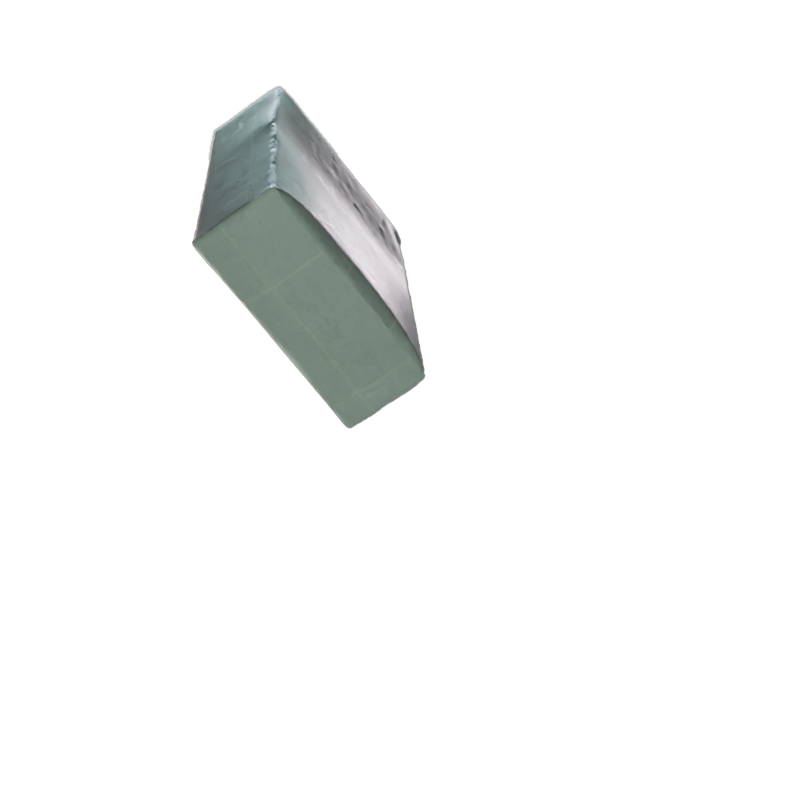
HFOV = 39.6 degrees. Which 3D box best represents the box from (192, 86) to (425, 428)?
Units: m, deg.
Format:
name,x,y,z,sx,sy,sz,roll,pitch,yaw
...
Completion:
name,x,y,z,sx,sy,sz,roll,pitch,yaw
box,-0.060,-0.109,0.763,0.071,0.155,0.227,-33,26,15
